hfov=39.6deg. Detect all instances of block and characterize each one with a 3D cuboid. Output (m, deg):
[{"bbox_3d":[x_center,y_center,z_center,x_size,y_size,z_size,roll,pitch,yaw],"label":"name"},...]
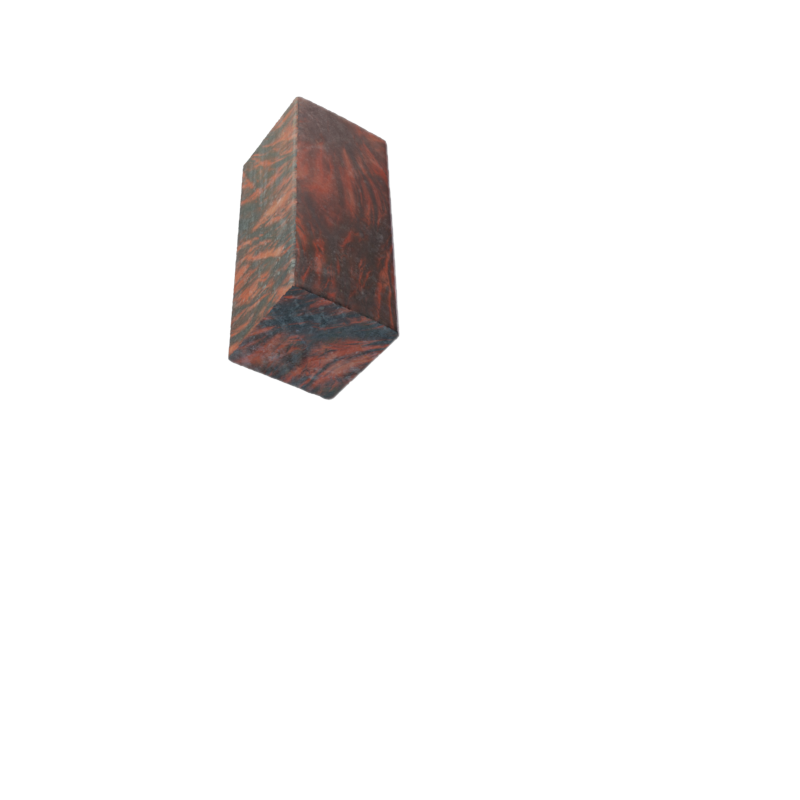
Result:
[{"bbox_3d":[-0.065,-0.119,0.833,0.086,0.221,0.089,23,-48,-27],"label":"block"}]
